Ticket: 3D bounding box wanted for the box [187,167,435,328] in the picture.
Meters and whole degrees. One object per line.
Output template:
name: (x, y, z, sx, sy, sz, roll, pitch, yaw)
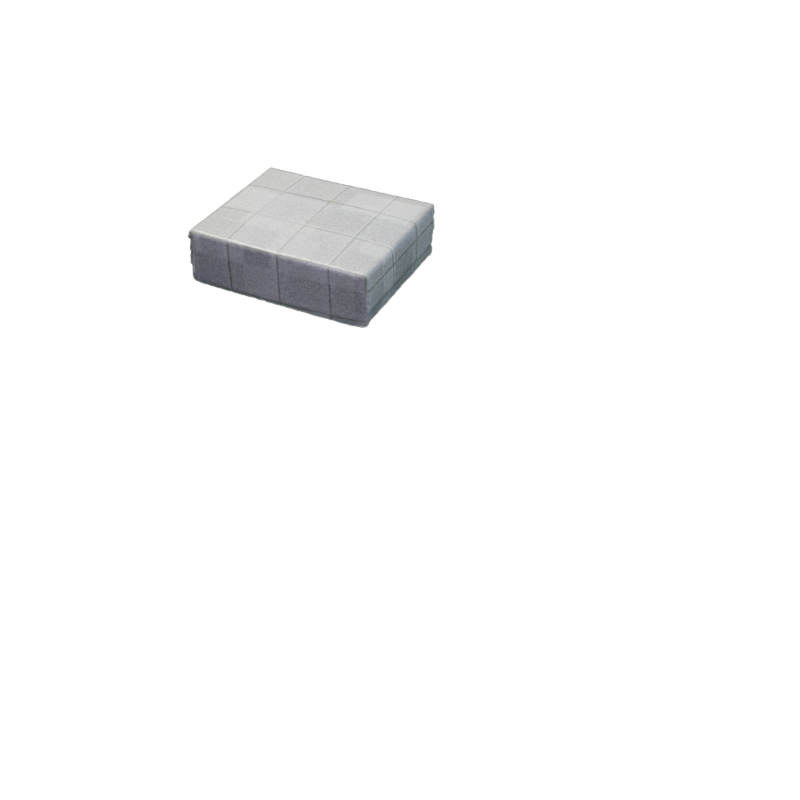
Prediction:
box: (-0.049, -0.090, 0.629, 0.118, 0.036, 0.092, 17, 40, 21)
